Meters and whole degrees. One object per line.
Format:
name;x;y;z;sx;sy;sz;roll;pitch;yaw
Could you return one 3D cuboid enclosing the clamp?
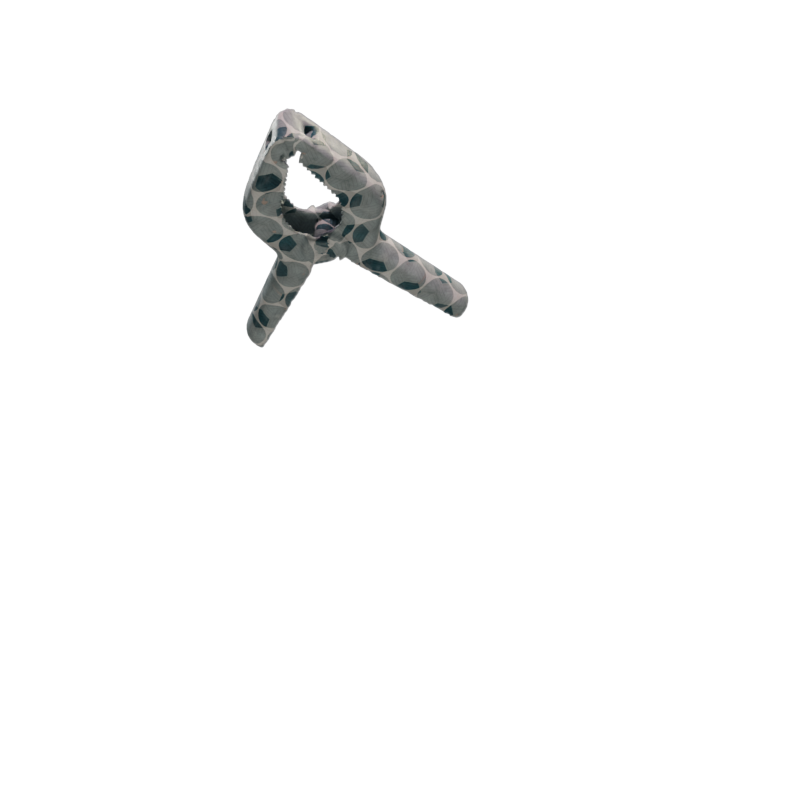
clamp;-0.059;-0.108;0.756;0.166;0.039;0.193;-13;-41;16
